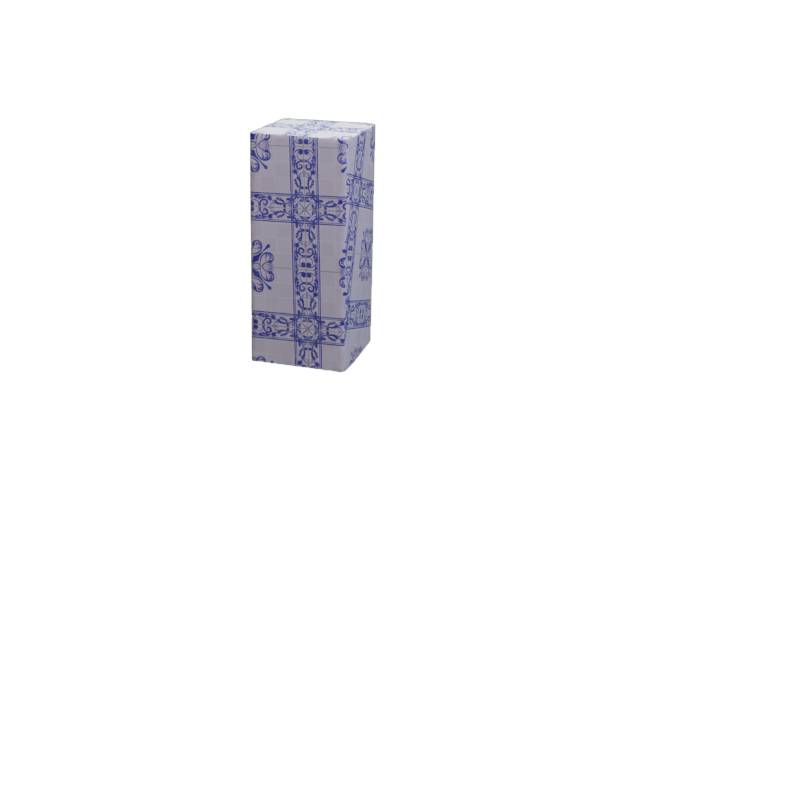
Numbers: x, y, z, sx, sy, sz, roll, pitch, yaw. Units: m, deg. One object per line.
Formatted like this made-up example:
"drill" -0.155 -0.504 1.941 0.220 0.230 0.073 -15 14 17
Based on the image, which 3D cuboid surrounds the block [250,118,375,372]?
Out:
"block" -0.077 -0.142 0.991 0.093 0.199 0.091 6 17 16
